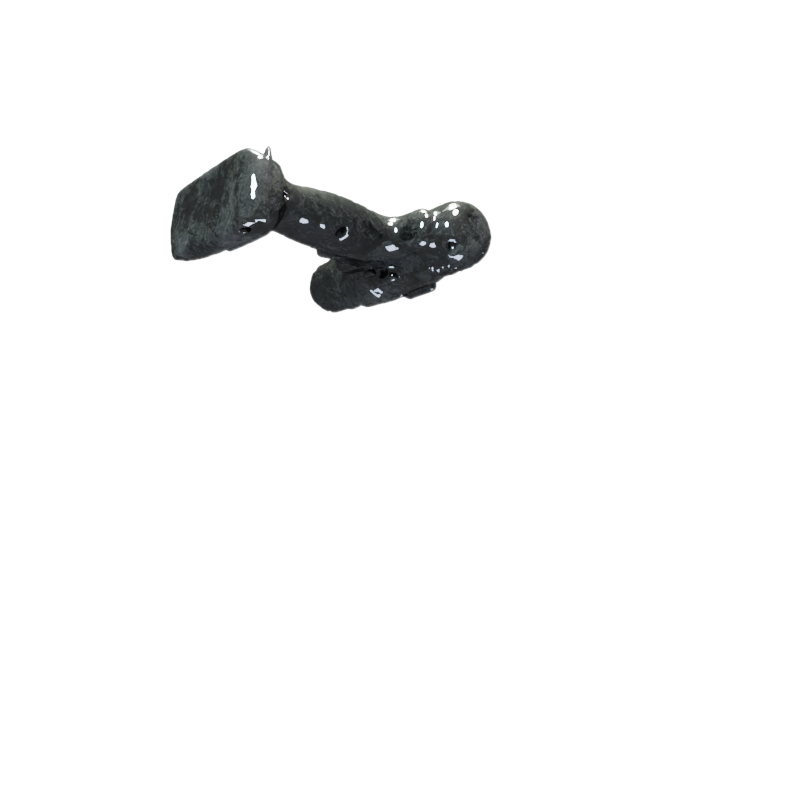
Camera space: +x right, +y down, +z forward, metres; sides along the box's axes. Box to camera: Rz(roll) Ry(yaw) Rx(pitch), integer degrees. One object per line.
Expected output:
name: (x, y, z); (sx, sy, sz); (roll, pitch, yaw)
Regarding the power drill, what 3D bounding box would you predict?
power drill: (-0.060, -0.110, 0.770); (0.179, 0.060, 0.186); (10, -17, -35)
